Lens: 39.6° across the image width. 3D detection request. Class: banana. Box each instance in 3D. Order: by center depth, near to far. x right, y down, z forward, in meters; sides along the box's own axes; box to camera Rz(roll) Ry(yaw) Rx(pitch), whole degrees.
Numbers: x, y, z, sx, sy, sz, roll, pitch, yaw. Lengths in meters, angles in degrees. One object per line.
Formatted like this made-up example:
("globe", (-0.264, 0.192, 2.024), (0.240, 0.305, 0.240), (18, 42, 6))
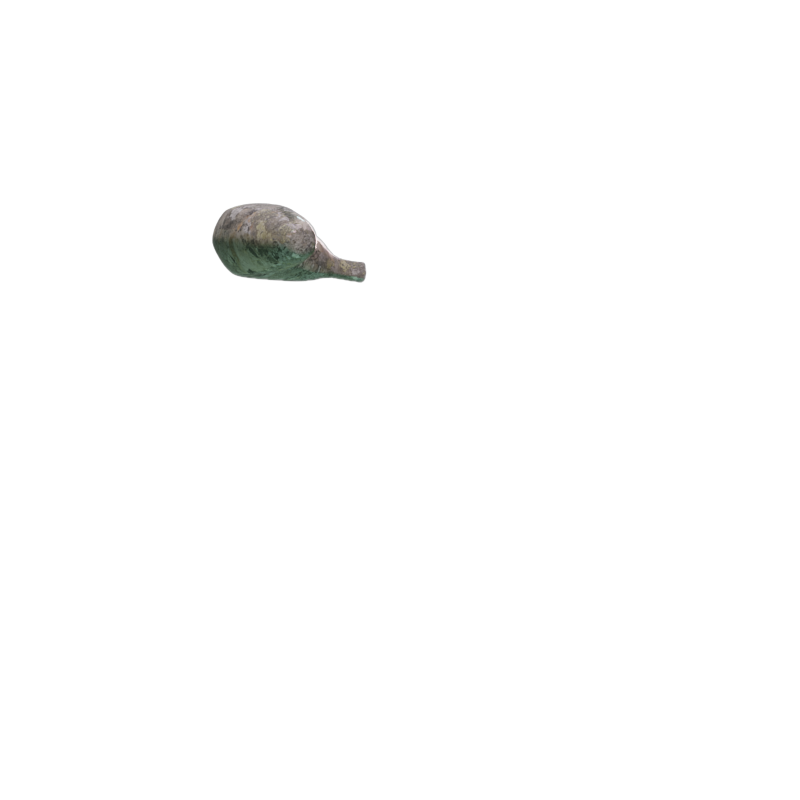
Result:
("banana", (-0.062, -0.081, 0.572), (0.070, 0.037, 0.196), (0, 4, 6))
